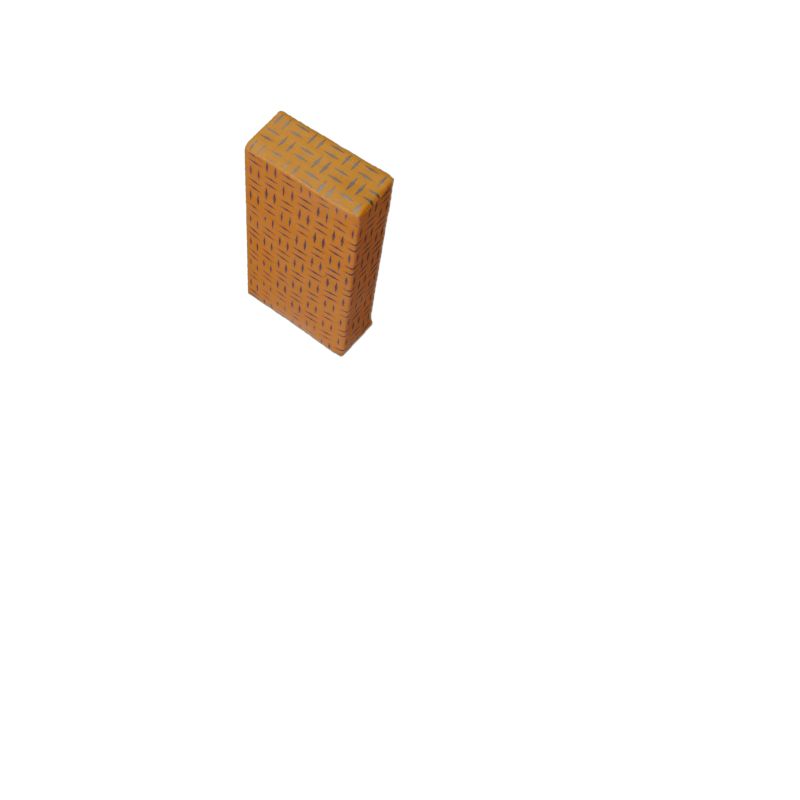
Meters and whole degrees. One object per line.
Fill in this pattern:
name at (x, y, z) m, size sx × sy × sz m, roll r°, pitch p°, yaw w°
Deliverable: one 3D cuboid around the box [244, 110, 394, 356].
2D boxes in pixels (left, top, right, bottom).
box at (-0.060, -0.108, 0.758) m, size 0.097 × 0.049 × 0.166 m, roll 35°, pitch -24°, yaw 14°
